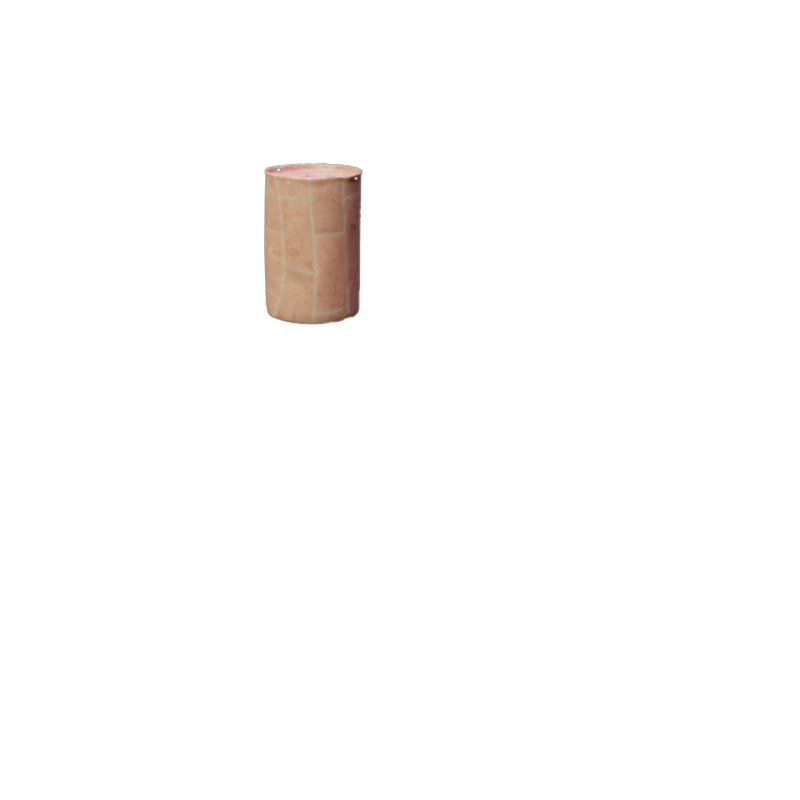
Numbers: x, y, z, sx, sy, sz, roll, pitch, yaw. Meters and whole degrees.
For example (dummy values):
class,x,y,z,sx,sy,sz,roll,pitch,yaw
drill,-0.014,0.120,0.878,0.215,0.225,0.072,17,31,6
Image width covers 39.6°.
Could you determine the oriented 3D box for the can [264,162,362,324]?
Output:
class,x,y,z,sx,sy,sz,roll,pitch,yaw
can,-0.061,-0.110,0.774,0.068,0.099,0.071,0,15,-2
